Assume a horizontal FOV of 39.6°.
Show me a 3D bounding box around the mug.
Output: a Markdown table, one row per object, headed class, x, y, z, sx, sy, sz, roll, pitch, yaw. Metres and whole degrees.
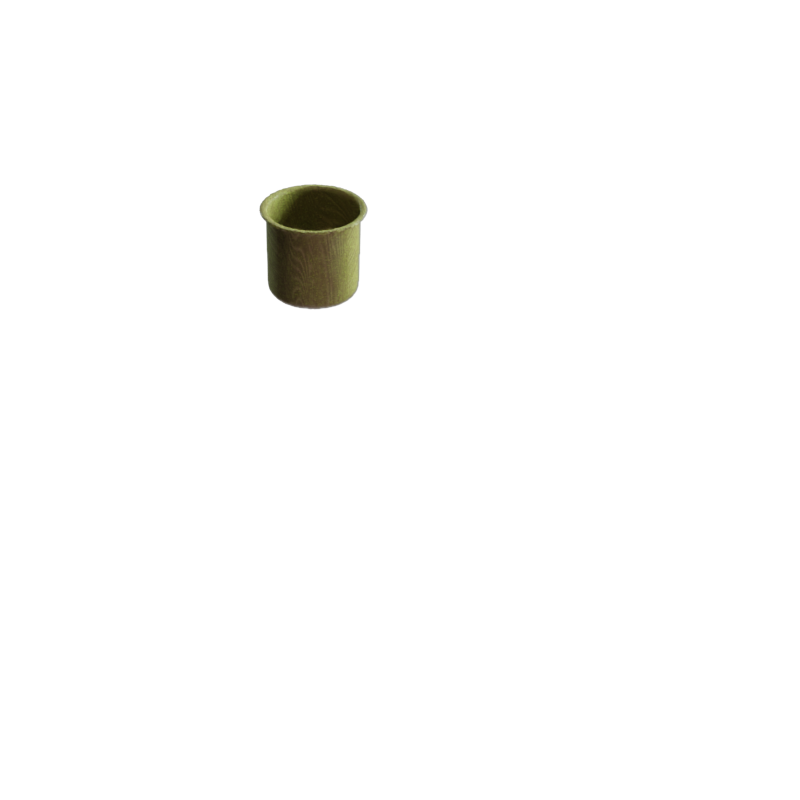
| class | x | y | z | sx | sy | sz | roll | pitch | yaw |
| --- | --- | --- | --- | --- | --- | --- | --- | --- | --- |
| mug | -0.077 | -0.140 | 0.984 | 0.093 | 0.076 | 0.125 | -1 | 34 | -3 |
